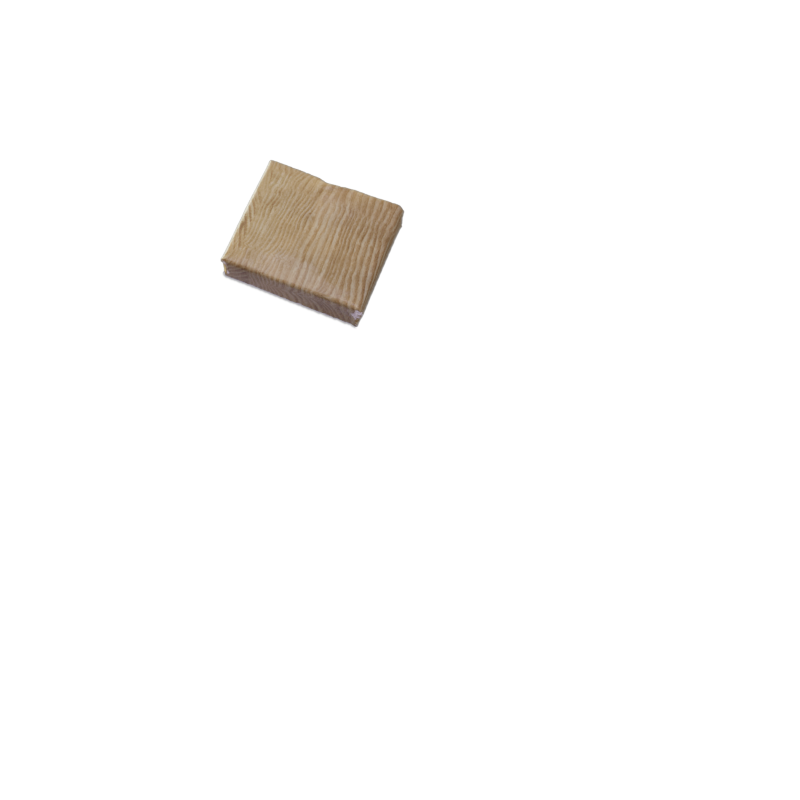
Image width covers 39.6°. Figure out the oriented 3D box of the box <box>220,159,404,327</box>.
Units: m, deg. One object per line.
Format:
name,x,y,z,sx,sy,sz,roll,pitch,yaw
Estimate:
box,-0.052,-0.094,0.662,0.091,0.076,0.029,20,-22,8
